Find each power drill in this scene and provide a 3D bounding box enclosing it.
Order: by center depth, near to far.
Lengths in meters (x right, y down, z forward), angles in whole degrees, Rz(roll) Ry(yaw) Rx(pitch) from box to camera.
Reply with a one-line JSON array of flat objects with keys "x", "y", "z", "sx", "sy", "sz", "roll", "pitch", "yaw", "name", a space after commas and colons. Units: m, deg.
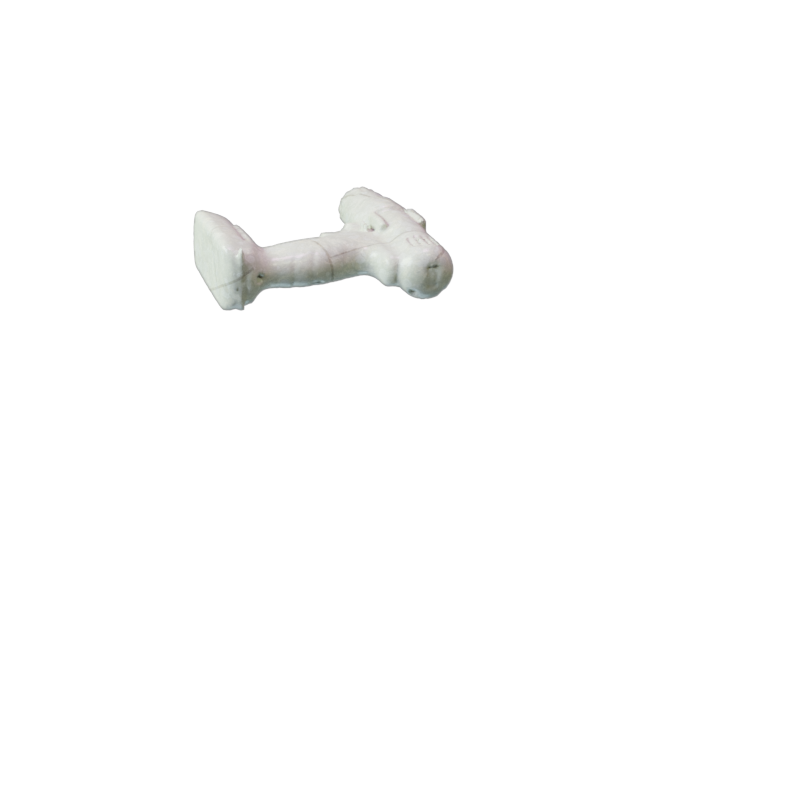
[{"x": -0.071, "y": -0.130, "z": 0.912, "sx": 0.184, "sy": 0.054, "sz": 0.197, "roll": -9, "pitch": 28, "yaw": -18, "name": "power drill"}]
